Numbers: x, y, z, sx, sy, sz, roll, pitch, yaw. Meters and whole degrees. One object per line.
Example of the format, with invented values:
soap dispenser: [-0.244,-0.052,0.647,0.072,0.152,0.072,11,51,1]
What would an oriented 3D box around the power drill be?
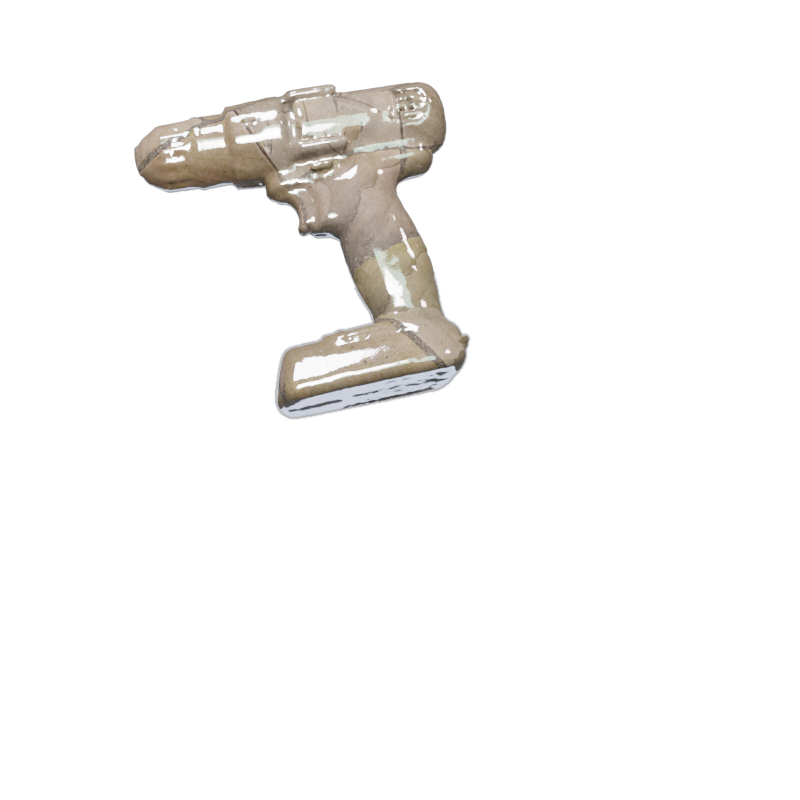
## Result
power drill: [-0.049,-0.090,0.628,0.184,0.197,0.055,-11,-20,-4]
